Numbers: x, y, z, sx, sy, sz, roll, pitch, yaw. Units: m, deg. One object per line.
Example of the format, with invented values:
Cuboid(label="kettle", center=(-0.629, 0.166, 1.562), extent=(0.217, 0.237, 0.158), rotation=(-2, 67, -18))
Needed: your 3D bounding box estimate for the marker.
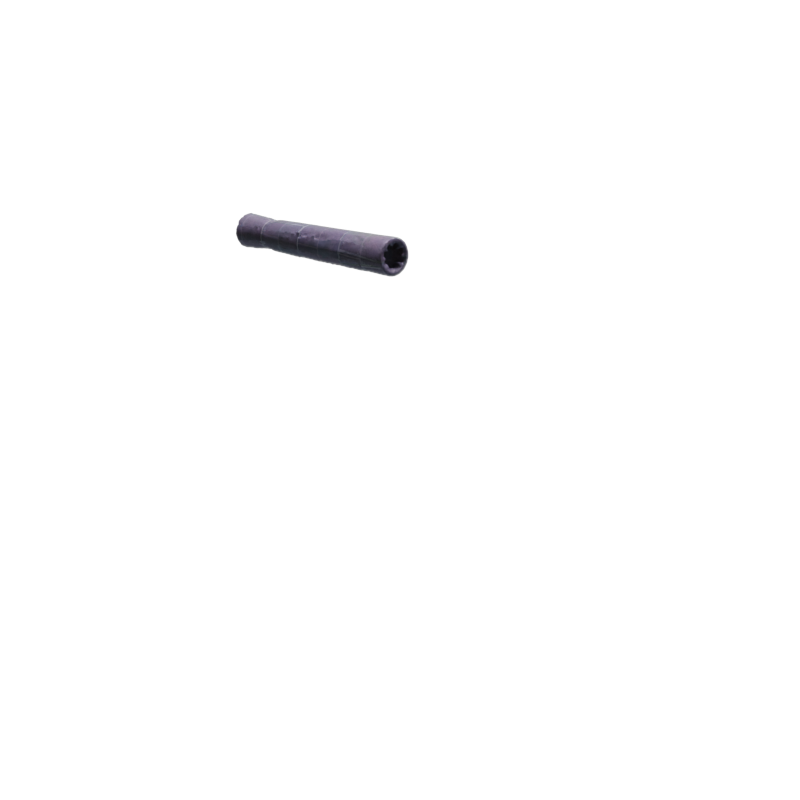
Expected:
Cuboid(label="marker", center=(-0.044, -0.081, 0.566), extent=(0.019, 0.019, 0.128), rotation=(-3, 15, -41))
